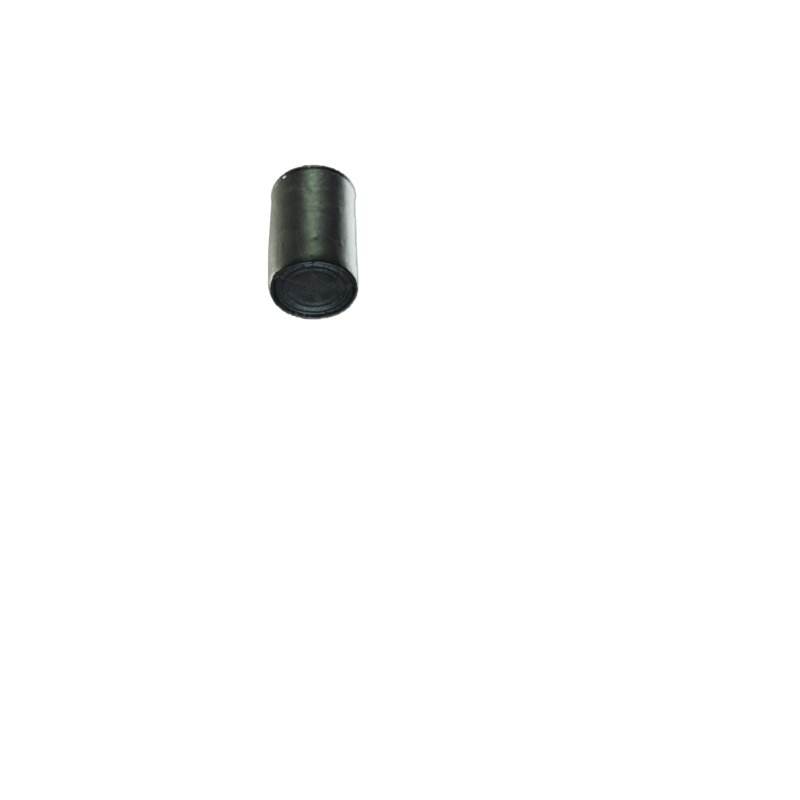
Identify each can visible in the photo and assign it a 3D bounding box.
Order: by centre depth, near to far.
[{"bbox_3d":[-0.066,-0.121,0.847,0.068,0.110,0.064,-1,-40,-3],"label":"can"}]
